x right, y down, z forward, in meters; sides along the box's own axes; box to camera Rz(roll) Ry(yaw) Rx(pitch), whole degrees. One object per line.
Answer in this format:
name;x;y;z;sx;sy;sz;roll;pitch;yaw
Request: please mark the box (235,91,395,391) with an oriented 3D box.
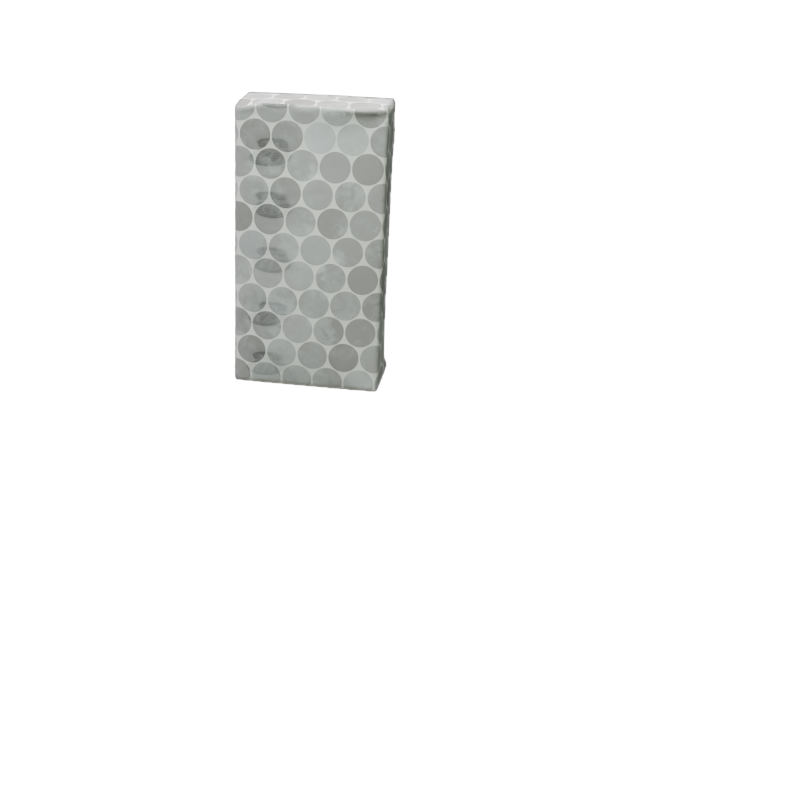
box;-0.053;-0.097;0.677;0.094;0.168;0.050;4;21;8
